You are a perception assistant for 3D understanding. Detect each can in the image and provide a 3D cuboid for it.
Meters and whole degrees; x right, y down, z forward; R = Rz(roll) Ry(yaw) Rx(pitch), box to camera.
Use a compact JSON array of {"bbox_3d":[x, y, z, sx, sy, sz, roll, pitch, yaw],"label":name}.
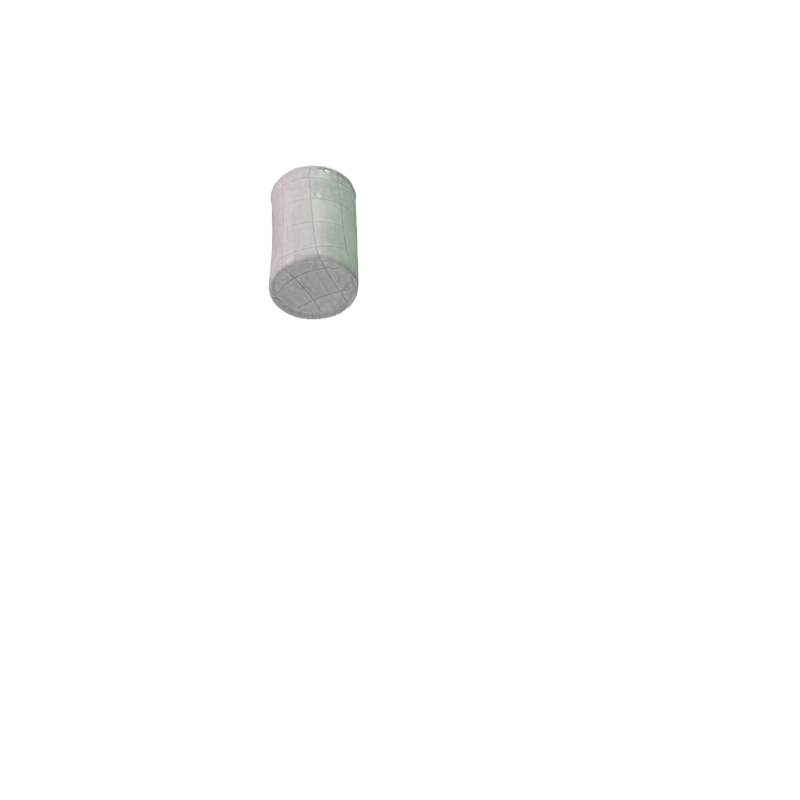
[{"bbox_3d":[-0.066,-0.121,0.844,0.068,0.110,0.064,-1,-42,-3],"label":"can"}]
